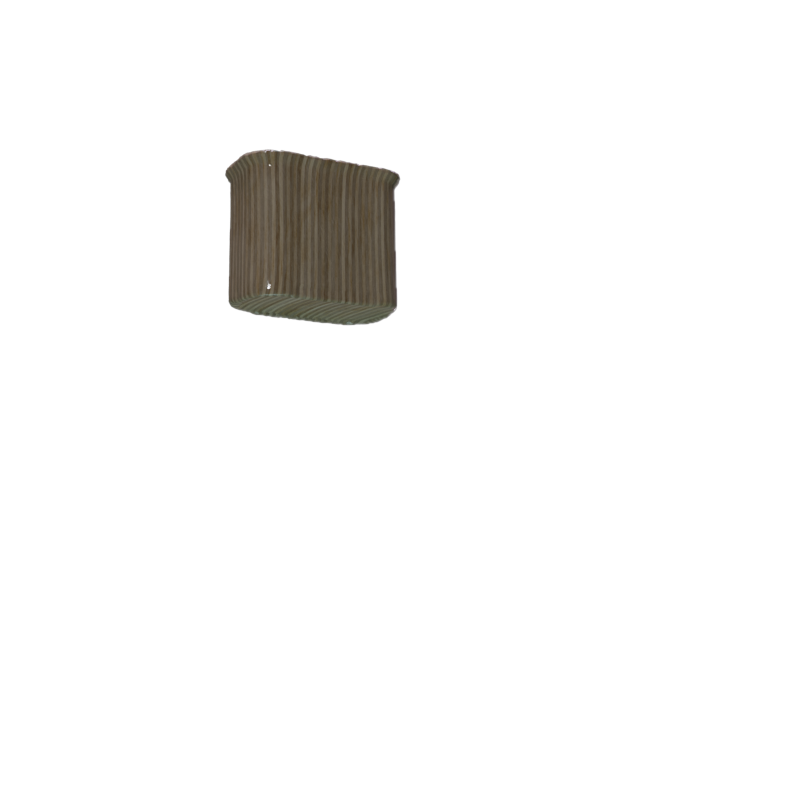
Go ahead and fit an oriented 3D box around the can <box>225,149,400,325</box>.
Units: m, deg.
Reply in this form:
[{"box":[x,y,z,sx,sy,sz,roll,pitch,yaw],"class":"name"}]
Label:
[{"box":[-0.051,-0.092,0.646,0.098,0.087,0.058,6,-16,-27],"class":"can"}]
